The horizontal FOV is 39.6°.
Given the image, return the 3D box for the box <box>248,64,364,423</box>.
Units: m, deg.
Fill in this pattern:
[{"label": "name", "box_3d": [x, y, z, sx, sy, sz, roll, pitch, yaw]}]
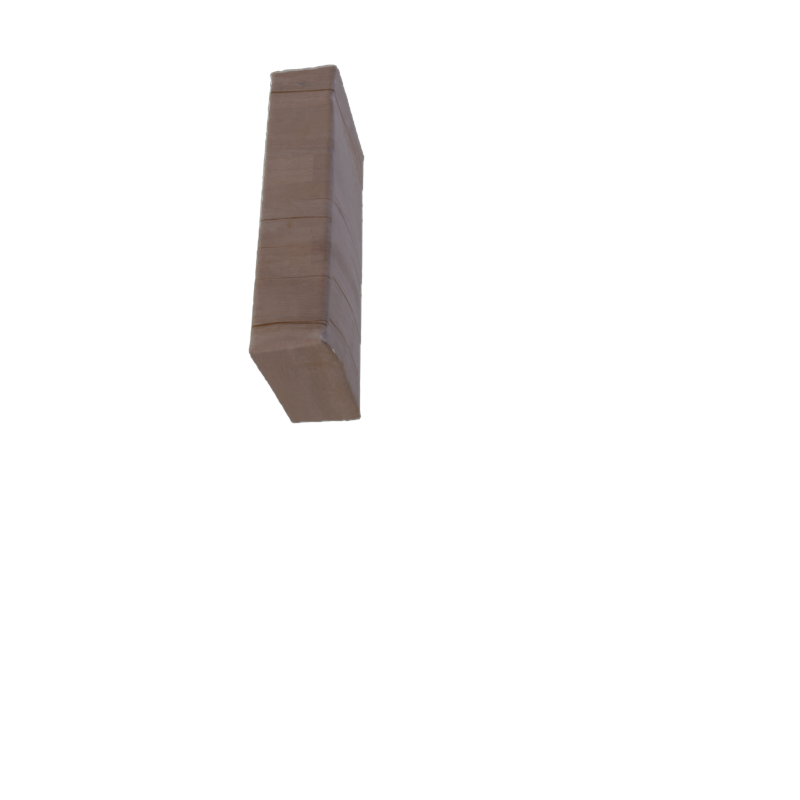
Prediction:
[{"label": "box", "box_3d": [-0.048, -0.087, 0.610, 0.048, 0.188, 0.087, -7, -30, 7]}]
